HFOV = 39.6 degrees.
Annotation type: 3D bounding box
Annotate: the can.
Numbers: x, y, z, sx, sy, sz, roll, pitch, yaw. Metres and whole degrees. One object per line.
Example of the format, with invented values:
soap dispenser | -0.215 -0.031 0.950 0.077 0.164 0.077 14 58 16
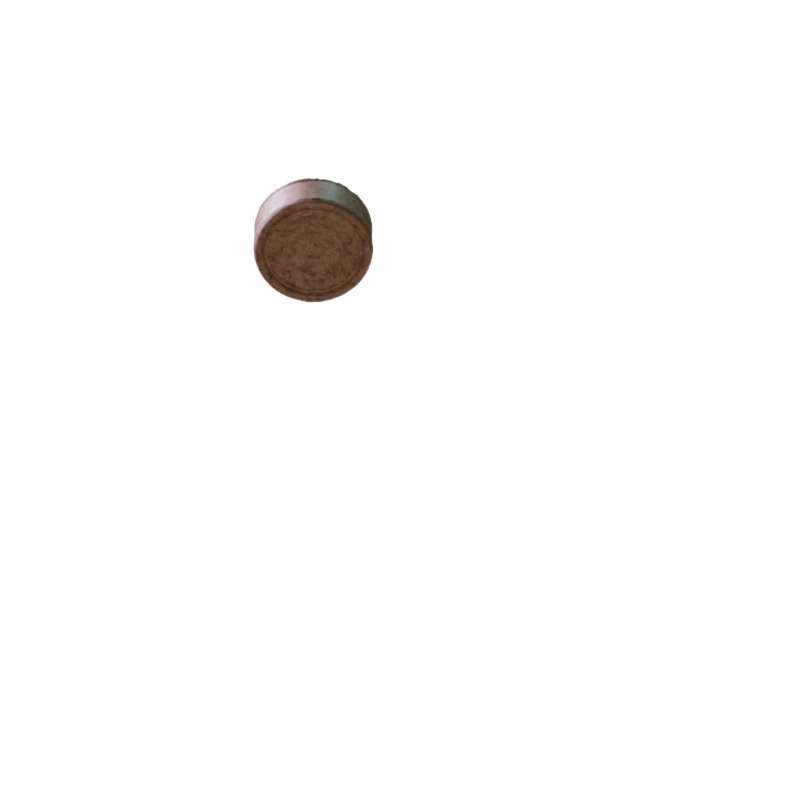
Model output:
can | -0.062 -0.113 0.791 0.086 0.081 0.036 1 34 -1
